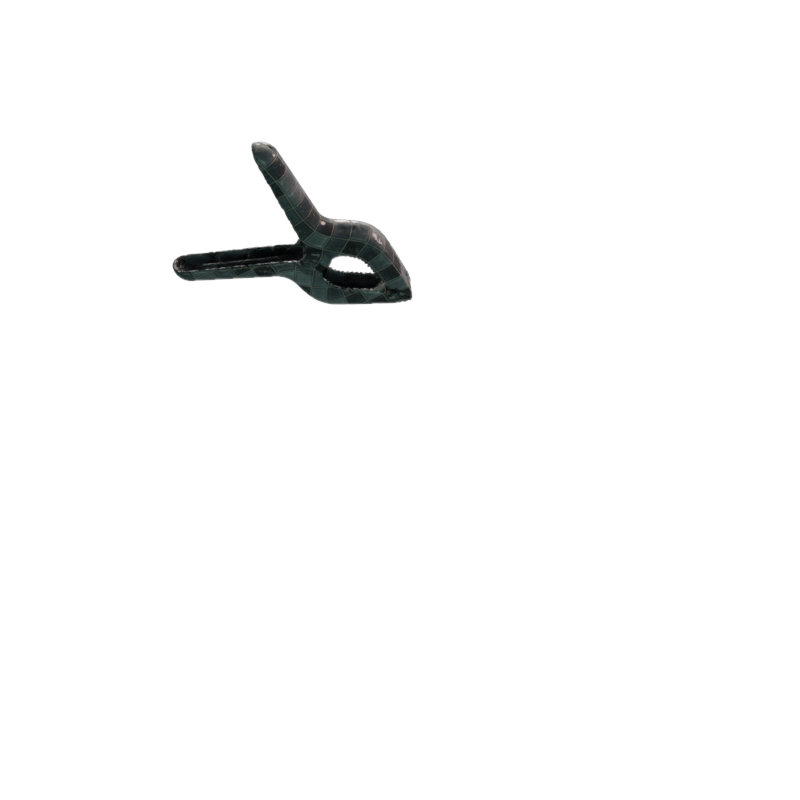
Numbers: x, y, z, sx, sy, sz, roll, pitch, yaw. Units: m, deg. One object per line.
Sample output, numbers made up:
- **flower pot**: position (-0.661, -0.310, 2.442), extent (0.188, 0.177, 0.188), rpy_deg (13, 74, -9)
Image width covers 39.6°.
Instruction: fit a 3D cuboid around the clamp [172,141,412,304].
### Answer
- **clamp**: position (-0.076, -0.139, 0.971), extent (0.203, 0.039, 0.158), rpy_deg (16, -45, -17)
